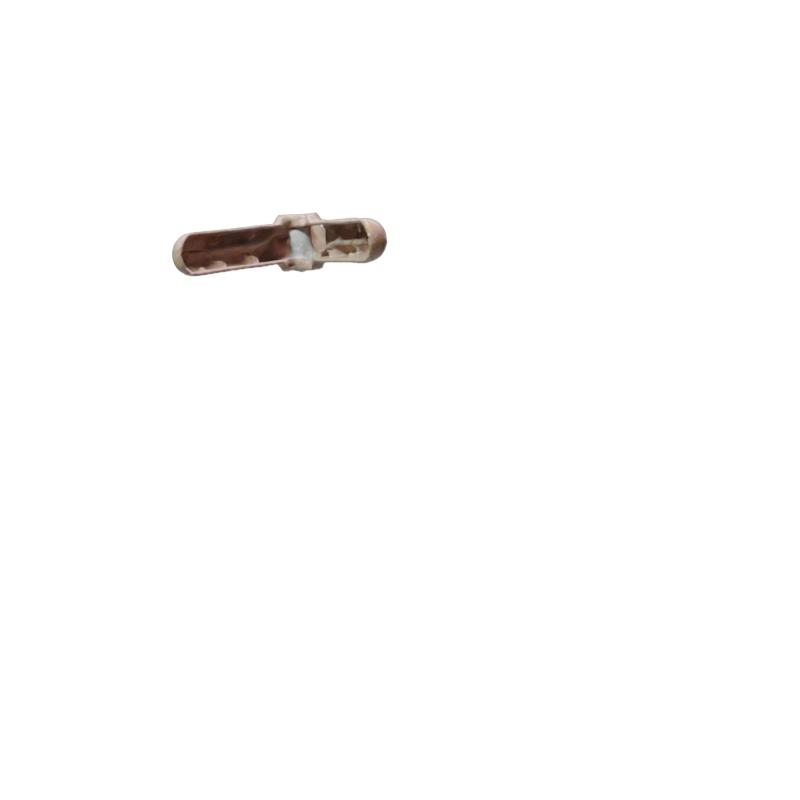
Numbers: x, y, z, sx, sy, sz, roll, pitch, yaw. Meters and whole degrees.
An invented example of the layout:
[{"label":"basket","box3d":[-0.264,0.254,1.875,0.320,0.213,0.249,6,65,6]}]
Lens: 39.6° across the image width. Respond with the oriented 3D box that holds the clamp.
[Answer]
[{"label":"clamp","box3d":[-0.053,-0.097,0.680,0.123,0.038,0.171,3,13,14]}]
